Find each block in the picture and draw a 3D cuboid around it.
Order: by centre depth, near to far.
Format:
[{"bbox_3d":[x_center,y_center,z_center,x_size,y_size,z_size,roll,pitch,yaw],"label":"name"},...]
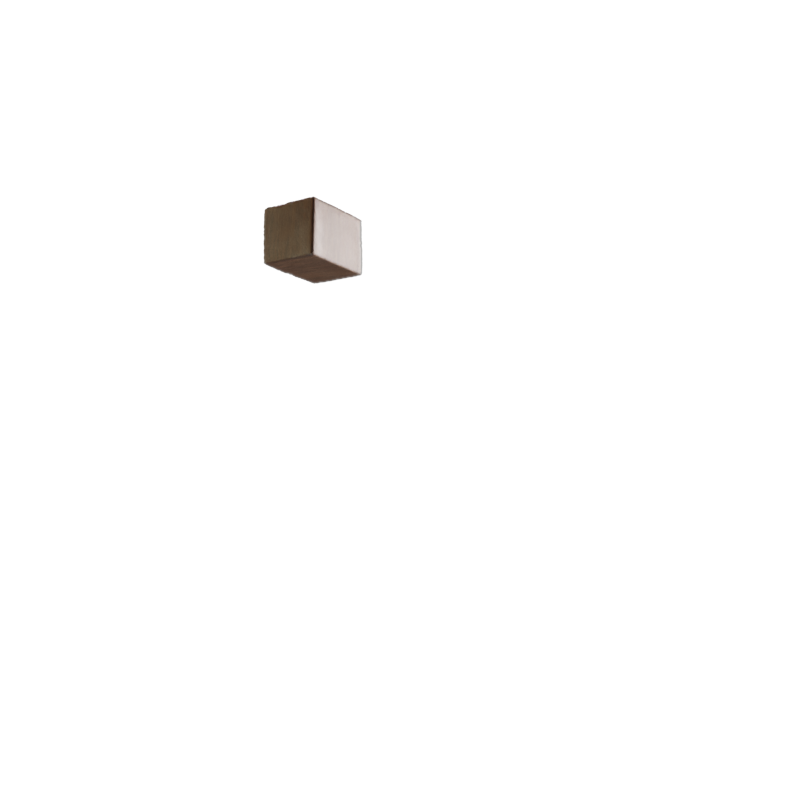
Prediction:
[{"bbox_3d":[-0.075,-0.136,0.953,0.054,0.053,0.073,-9,-15,31],"label":"block"}]
